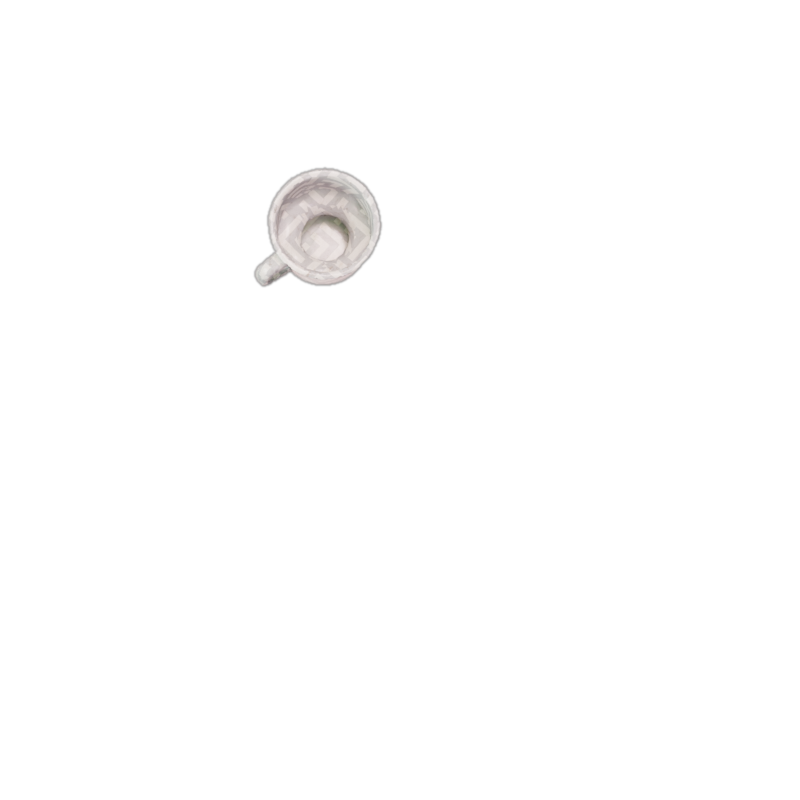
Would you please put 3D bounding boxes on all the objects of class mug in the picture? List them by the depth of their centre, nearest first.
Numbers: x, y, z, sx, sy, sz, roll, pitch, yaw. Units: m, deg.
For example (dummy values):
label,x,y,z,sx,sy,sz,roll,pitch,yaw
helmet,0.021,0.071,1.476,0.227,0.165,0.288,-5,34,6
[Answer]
label,x,y,z,sx,sy,sz,roll,pitch,yaw
mug,-0.075,-0.136,0.952,0.117,0.095,0.080,-40,-5,-6
